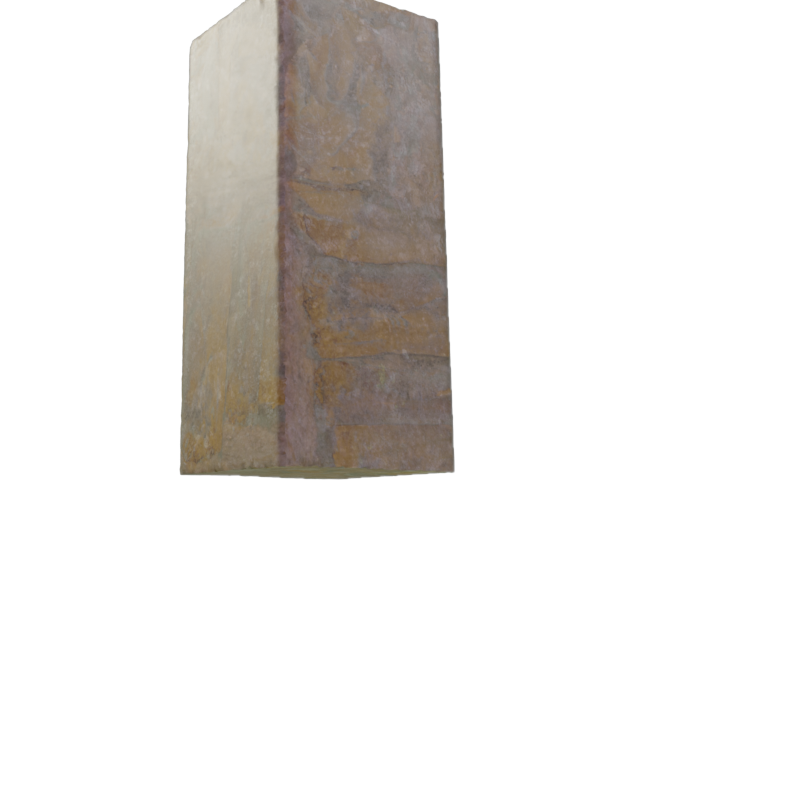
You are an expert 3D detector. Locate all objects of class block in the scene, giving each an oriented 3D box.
[{"bbox_3d":[-0.040,-0.072,0.502,0.086,0.213,0.092,8,-16,-35],"label":"block"}]
